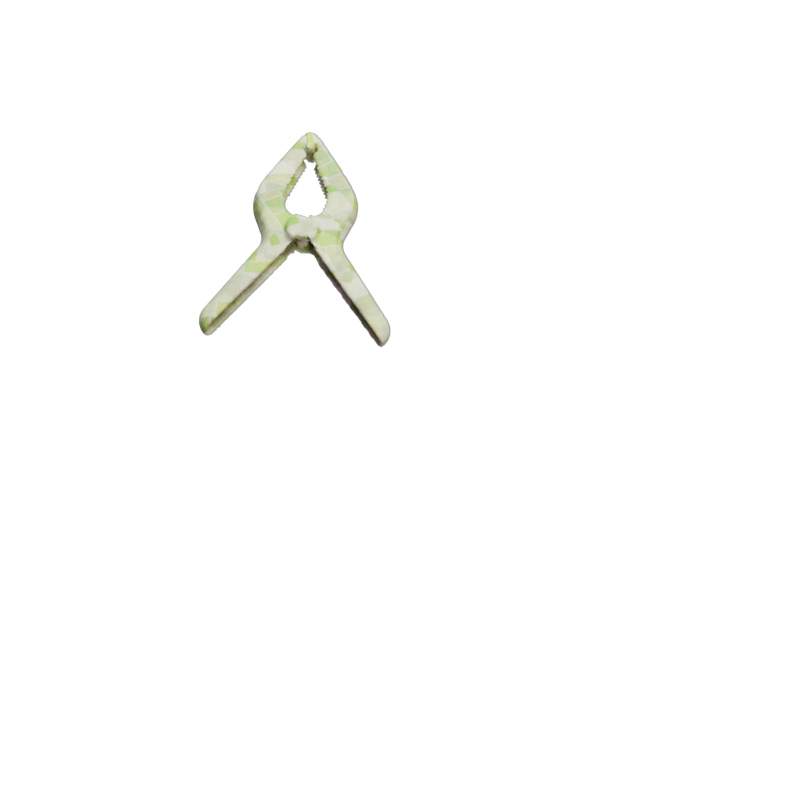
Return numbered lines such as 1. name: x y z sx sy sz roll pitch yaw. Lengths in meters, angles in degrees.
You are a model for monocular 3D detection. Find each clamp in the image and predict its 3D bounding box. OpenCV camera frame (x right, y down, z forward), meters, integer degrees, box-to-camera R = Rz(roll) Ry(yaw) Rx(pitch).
1. clamp: -0.078 -0.142 0.992 0.166 0.220 0.034 9 -25 4
